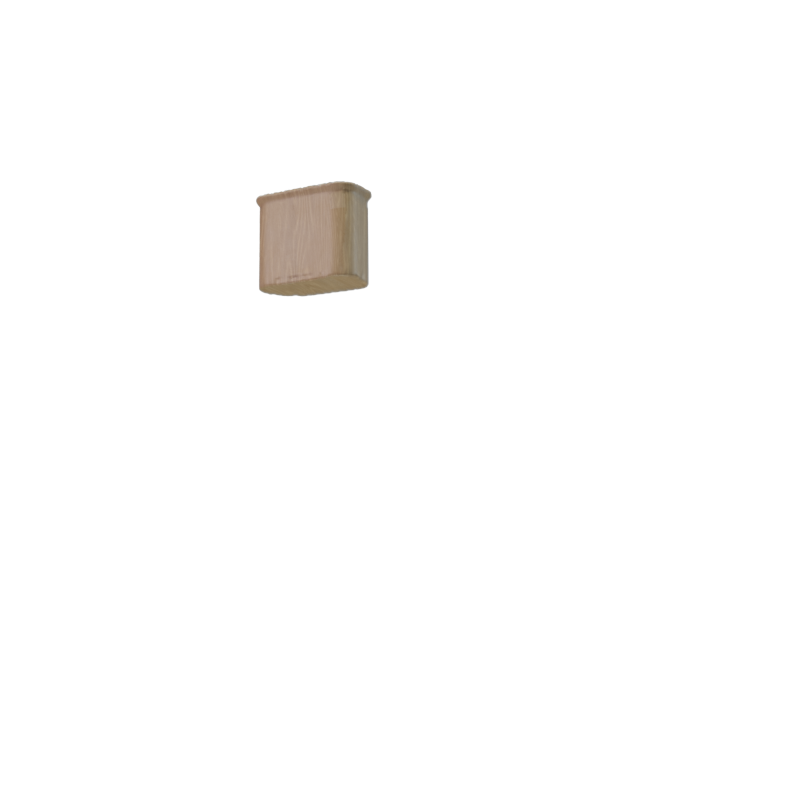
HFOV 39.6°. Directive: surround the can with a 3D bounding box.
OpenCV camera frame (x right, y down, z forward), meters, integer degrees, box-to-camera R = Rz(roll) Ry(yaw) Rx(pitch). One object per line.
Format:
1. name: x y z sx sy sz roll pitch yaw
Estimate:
1. can: -0.076 -0.139 0.971 0.104 0.087 0.054 -6 -14 28
